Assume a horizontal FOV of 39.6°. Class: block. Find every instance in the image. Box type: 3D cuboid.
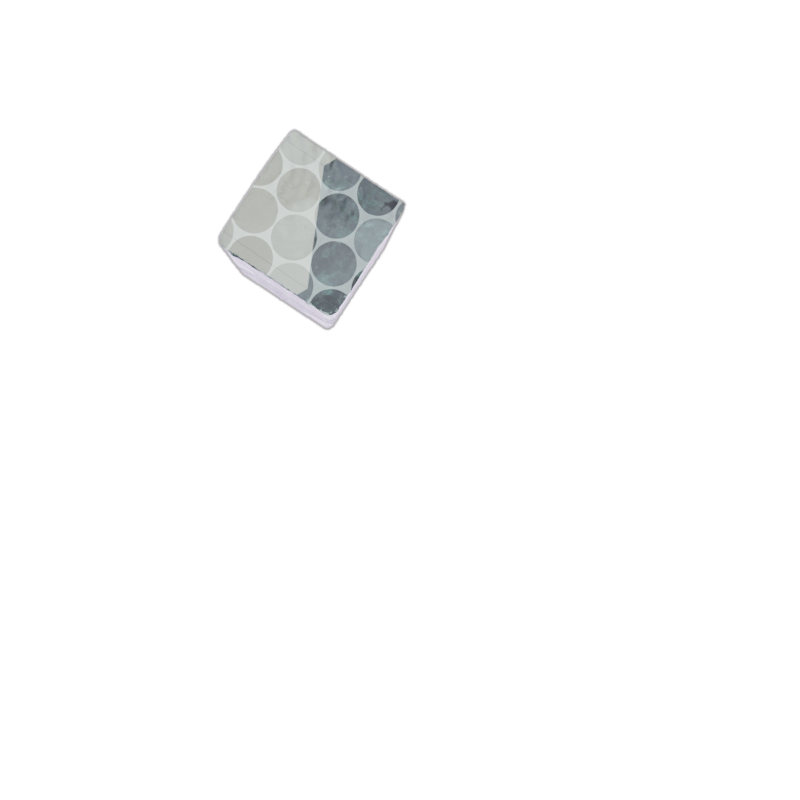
[{"bbox_3d":[-0.063,-0.114,0.803,0.091,0.091,0.205,33,-2,-3],"label":"block"}]
